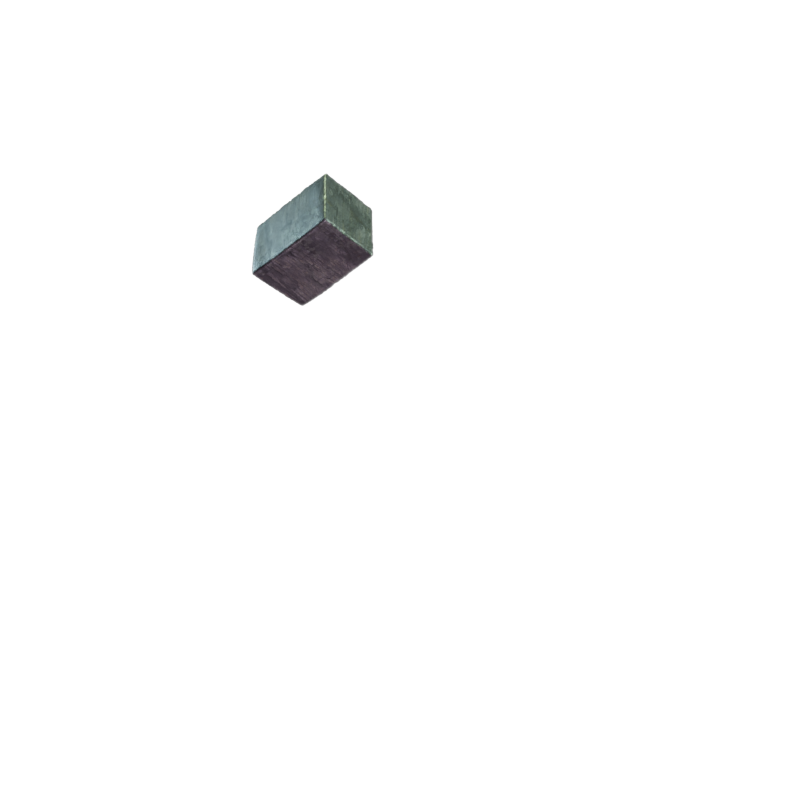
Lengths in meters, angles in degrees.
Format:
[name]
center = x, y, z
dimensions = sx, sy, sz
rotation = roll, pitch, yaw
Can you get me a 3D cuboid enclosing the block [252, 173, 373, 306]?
[block]
center = -0.065, -0.118, 0.826
dimensions = 0.077, 0.055, 0.049
rotation = -33, -52, 29
